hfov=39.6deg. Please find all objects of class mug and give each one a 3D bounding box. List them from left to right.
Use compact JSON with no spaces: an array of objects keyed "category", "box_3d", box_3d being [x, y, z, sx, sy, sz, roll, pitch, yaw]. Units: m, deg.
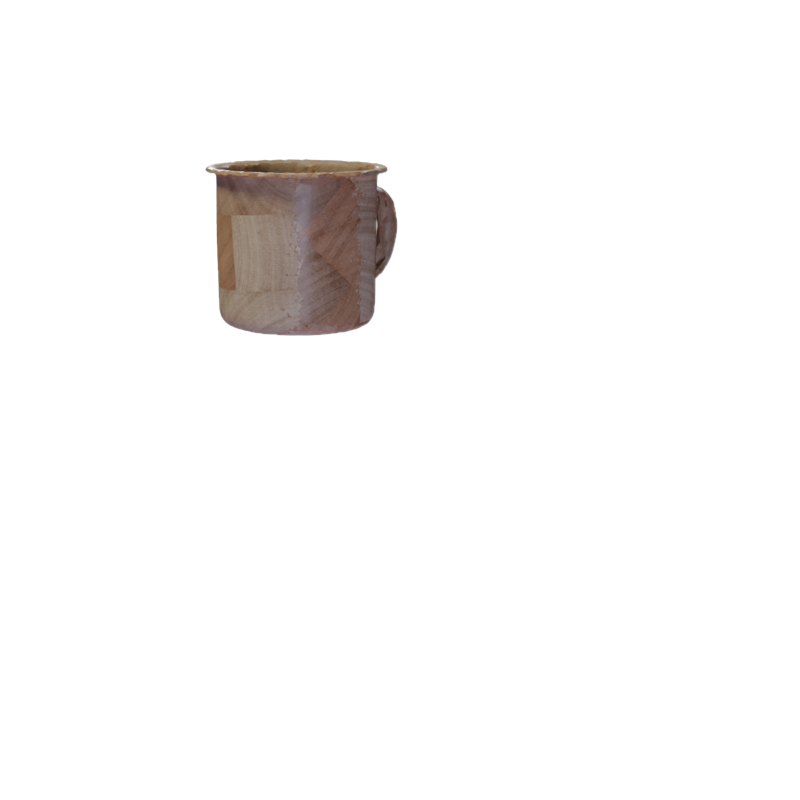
[{"category":"mug","box_3d":[-0.046,-0.083,0.582,0.098,0.079,0.114,12,18,41]}]
